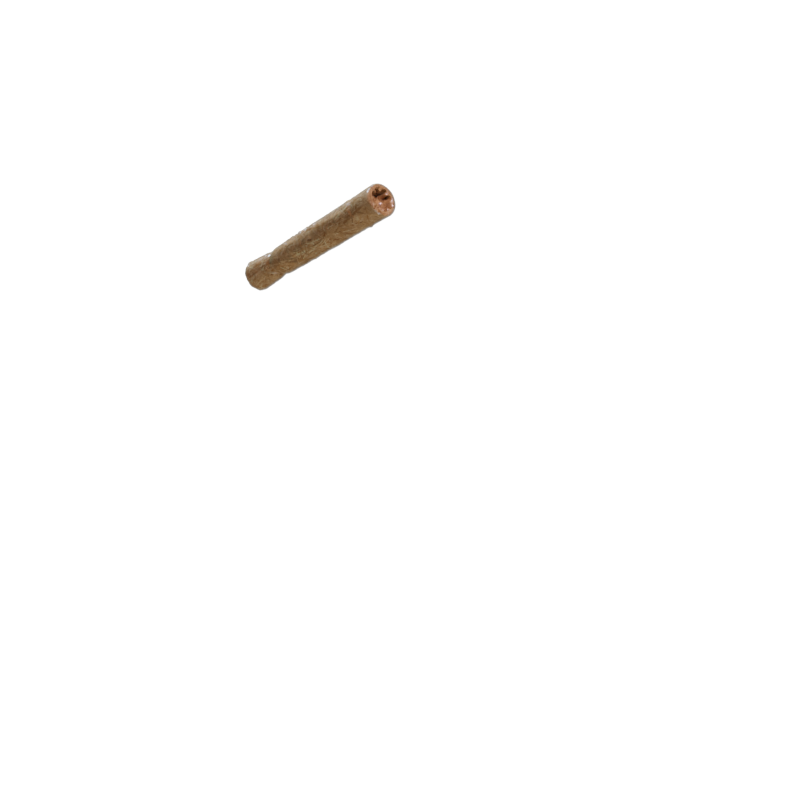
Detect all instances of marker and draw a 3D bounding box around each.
[{"bbox_3d":[-0.049,-0.089,0.620,0.019,0.020,0.121,-3,-14,-43],"label":"marker"}]
